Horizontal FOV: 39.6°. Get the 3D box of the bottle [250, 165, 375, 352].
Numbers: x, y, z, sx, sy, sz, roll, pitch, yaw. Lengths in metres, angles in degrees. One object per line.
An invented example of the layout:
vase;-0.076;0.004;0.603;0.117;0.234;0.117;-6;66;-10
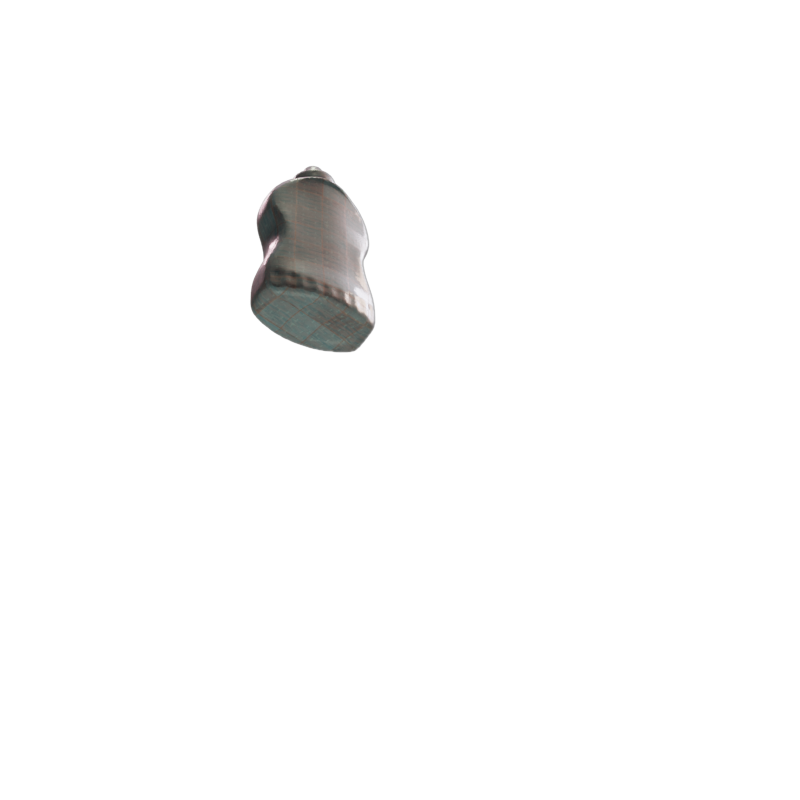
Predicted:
bottle;-0.071;-0.129;0.908;0.093;0.206;0.056;18;-50;-20
